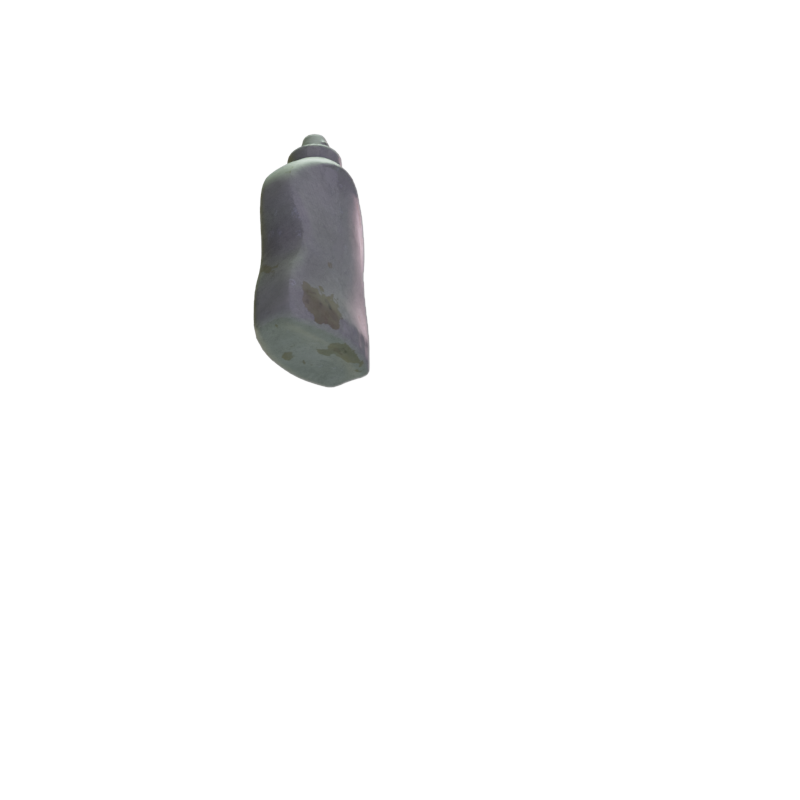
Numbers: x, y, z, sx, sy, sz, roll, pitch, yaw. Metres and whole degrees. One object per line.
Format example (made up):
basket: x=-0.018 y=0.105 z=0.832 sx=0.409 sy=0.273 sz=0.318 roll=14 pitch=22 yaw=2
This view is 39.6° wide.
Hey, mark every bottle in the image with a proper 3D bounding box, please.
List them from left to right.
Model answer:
bottle: x=-0.061 y=-0.112 z=0.783 sx=0.059 sy=0.205 sz=0.089 roll=-24 pitch=-40 yaw=27
